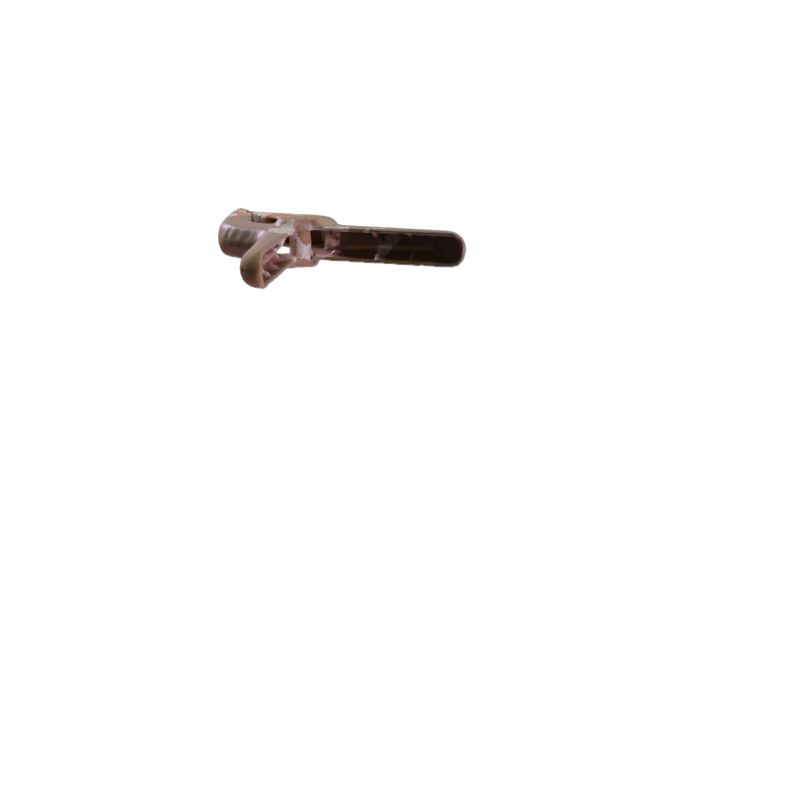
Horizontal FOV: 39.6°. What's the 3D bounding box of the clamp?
[{"bbox_3d":[-0.063,-0.115,0.807,0.161,0.035,0.221,-6,17,-22],"label":"clamp"}]
